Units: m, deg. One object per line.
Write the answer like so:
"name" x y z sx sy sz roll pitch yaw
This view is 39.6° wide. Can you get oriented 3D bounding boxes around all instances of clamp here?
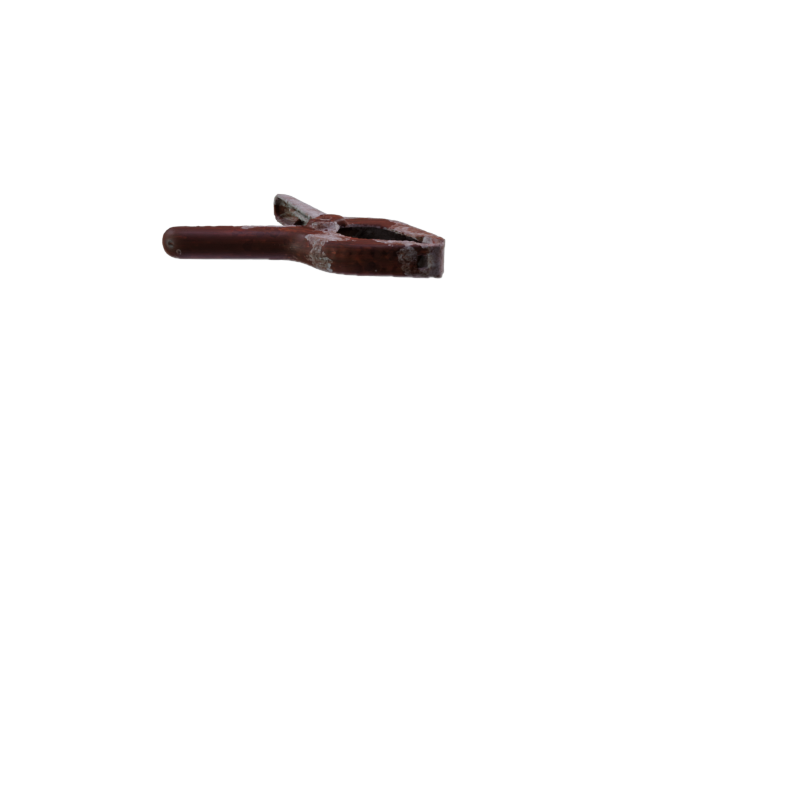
"clamp" -0.067 -0.123 0.858 0.221 0.035 0.163 16 28 34
